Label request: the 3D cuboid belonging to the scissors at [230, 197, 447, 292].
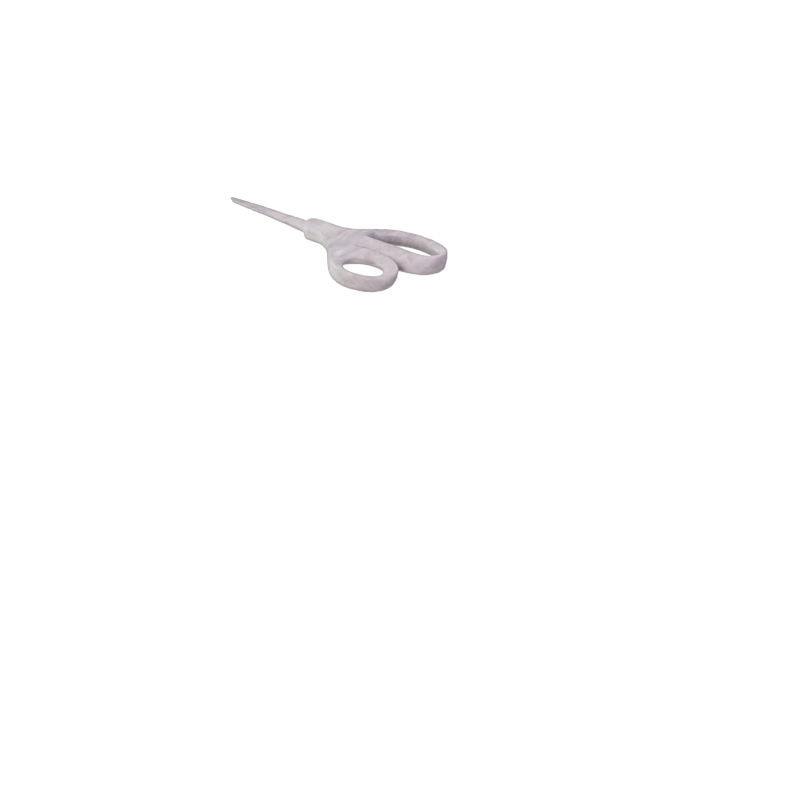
[{"bbox_3d":[-0.065,-0.119,0.833,0.210,0.015,0.098,15,33,24],"label":"scissors"}]
